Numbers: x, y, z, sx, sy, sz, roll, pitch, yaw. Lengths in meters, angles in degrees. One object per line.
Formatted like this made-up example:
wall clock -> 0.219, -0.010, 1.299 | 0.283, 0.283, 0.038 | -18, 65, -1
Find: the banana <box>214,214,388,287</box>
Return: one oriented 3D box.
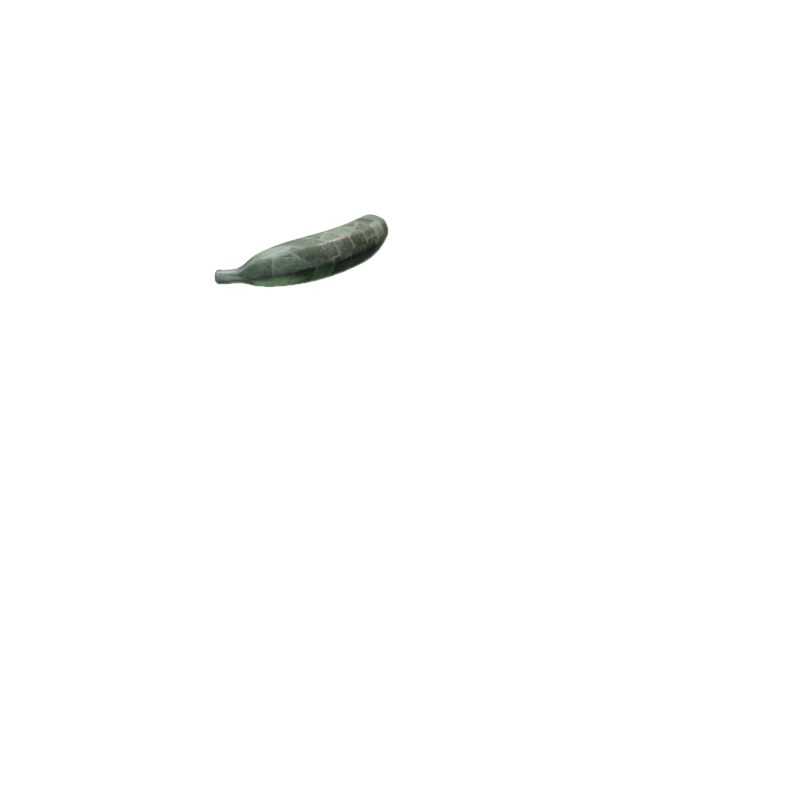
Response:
banana -> -0.064, -0.131, 0.952 | 0.074, 0.035, 0.195 | 20, 31, 38
